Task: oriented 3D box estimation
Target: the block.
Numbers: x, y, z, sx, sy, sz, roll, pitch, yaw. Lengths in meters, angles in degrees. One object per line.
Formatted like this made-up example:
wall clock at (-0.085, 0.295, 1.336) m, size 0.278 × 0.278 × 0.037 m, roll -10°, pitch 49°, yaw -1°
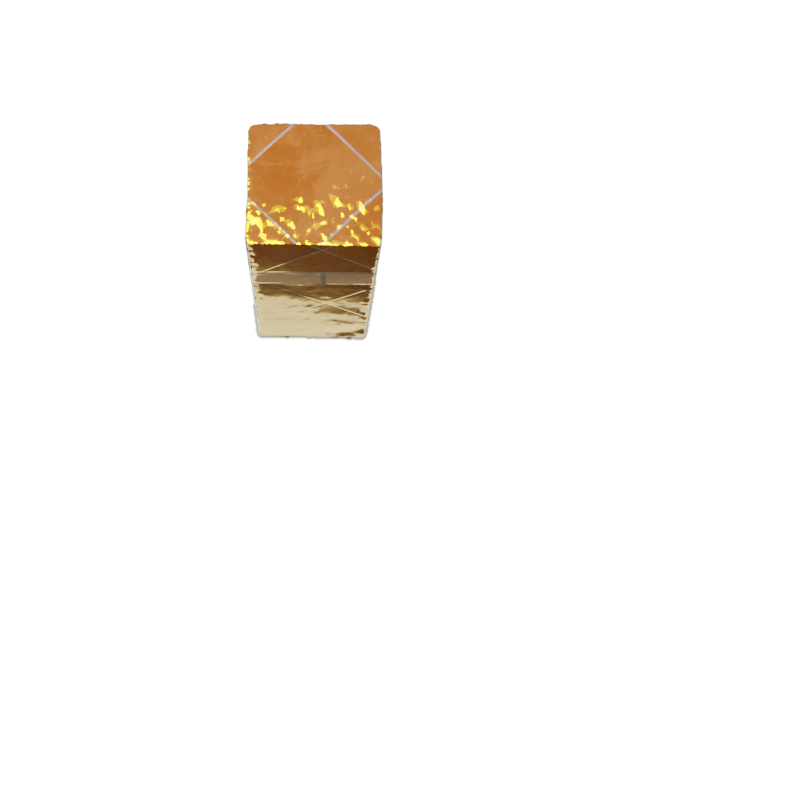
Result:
block at (-0.064, -0.118, 0.822) m, size 0.090 × 0.094 × 0.198 m, roll 1°, pitch -15°, yaw -4°
